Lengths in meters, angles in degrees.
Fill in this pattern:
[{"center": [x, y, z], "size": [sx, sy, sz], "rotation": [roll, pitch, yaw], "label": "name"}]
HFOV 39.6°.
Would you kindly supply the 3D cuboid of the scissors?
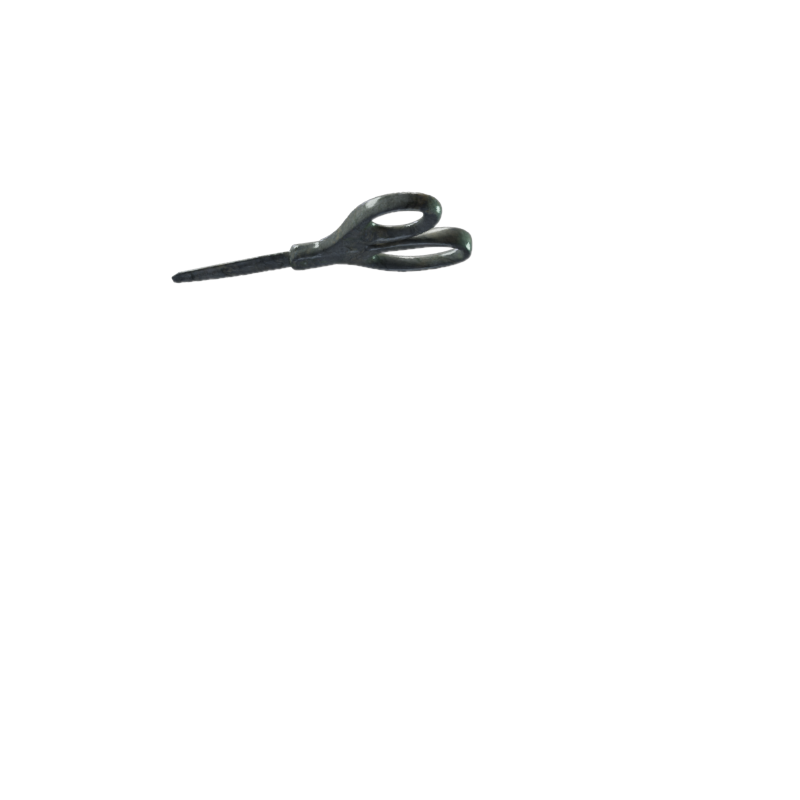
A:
[{"center": [-0.055, -0.101, 0.705], "size": [0.203, 0.017, 0.090], "rotation": [-2, -22, 4], "label": "scissors"}]
